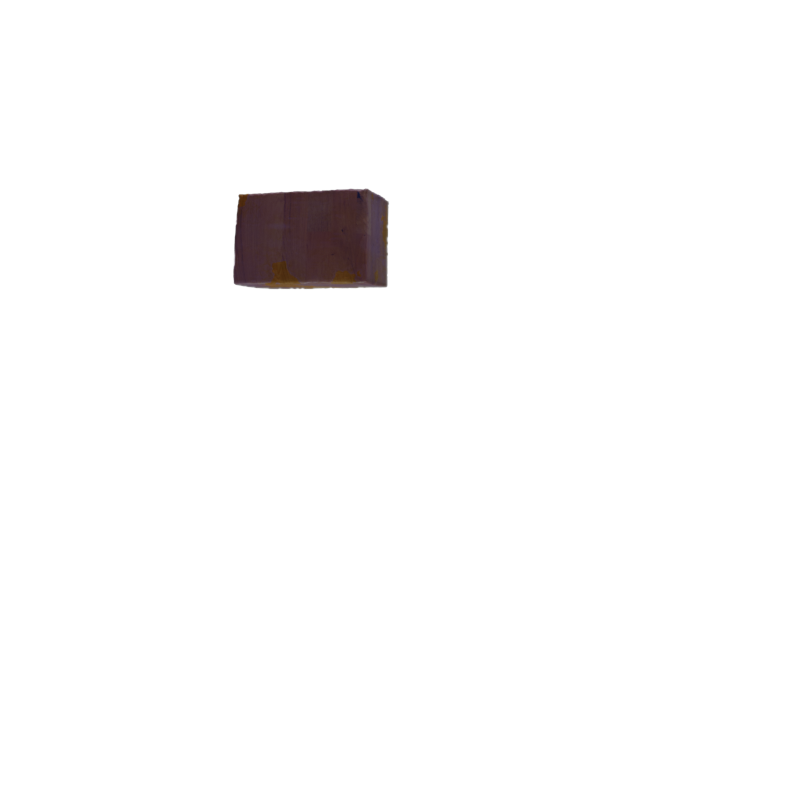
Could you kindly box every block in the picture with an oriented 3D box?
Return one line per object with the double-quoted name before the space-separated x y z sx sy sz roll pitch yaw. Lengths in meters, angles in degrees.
"block" -0.049 -0.090 0.630 0.079 0.052 0.051 0 -1 16
